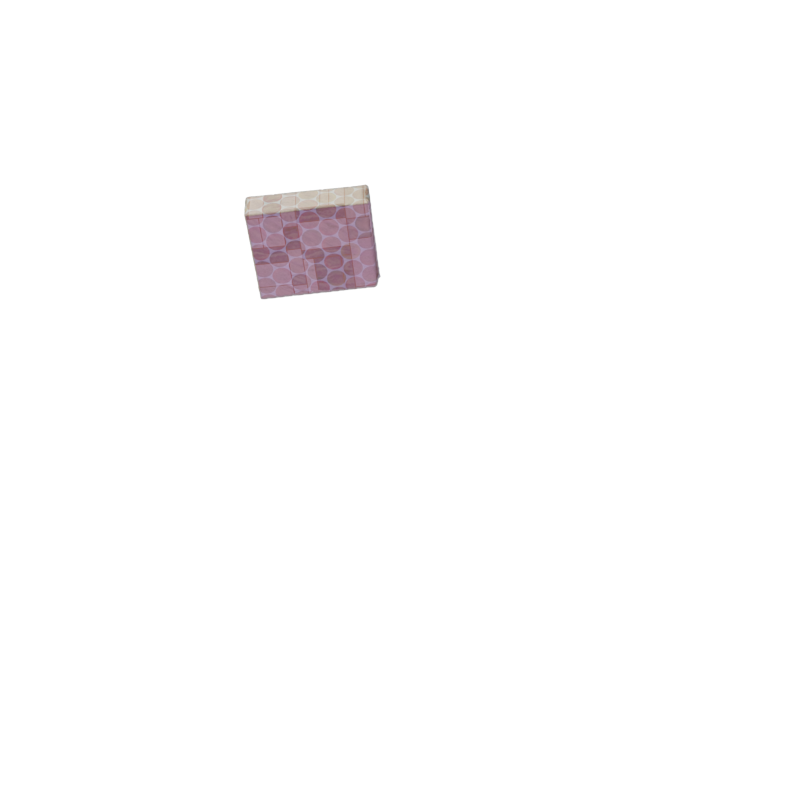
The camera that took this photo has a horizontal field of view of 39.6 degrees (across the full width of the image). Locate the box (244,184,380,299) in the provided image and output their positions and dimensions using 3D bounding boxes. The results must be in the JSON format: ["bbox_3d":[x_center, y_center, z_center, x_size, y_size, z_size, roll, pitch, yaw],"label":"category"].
[{"bbox_3d":[-0.062,-0.114,0.795,0.090,0.068,0.032,-6,36,4],"label":"box"}]
